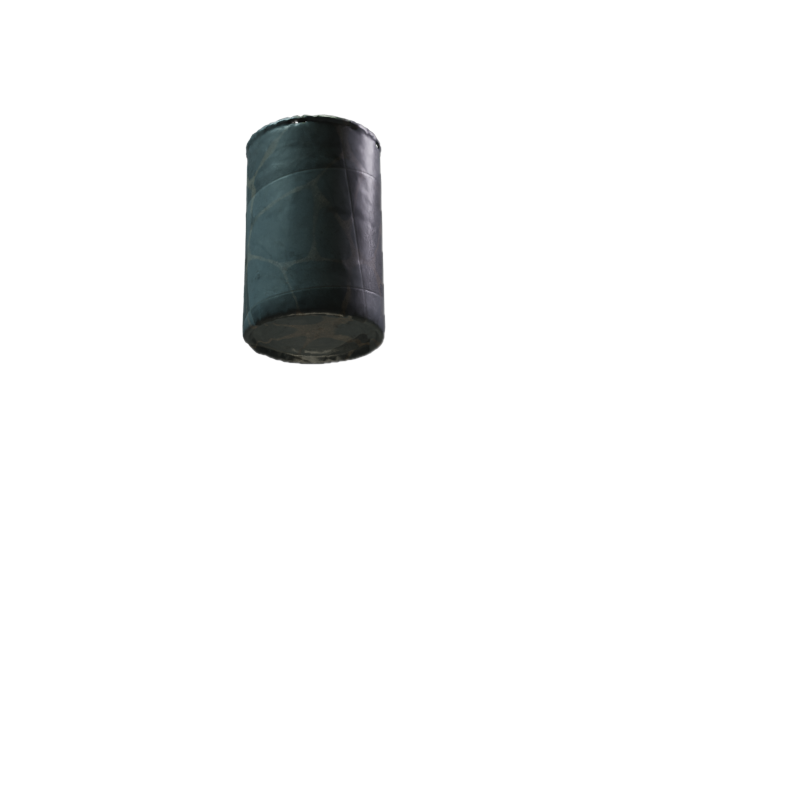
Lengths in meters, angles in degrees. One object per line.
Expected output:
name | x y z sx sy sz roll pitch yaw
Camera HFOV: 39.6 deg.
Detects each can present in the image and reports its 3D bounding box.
can | -0.042 -0.076 0.533 0.068 0.108 0.065 0 -23 -2
